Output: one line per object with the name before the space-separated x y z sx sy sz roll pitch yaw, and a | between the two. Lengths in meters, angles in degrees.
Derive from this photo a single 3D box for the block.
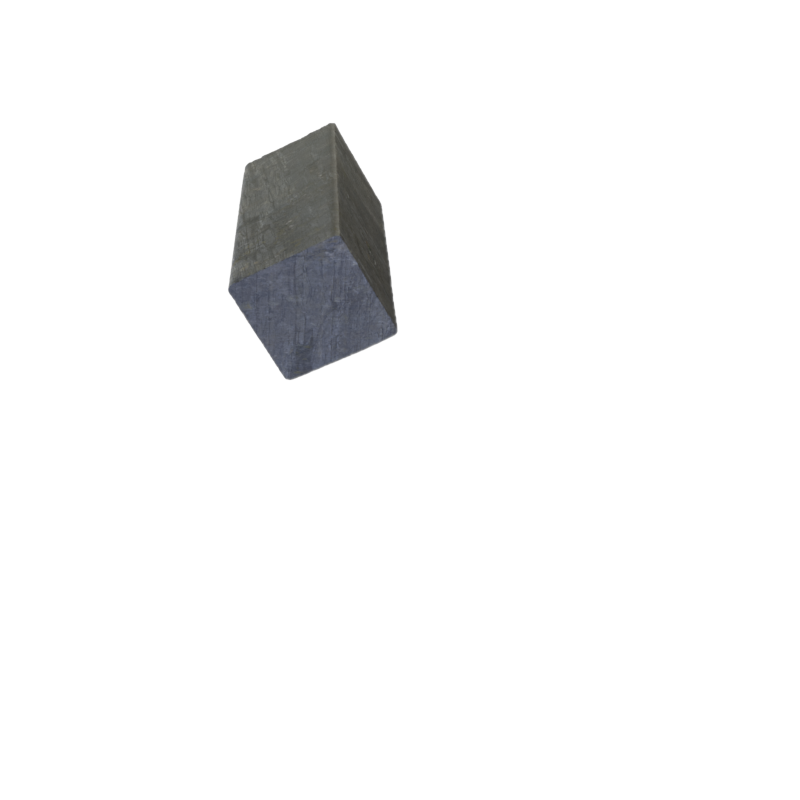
block | -0.067 -0.121 0.849 0.090 0.085 0.220 -24 31 12
